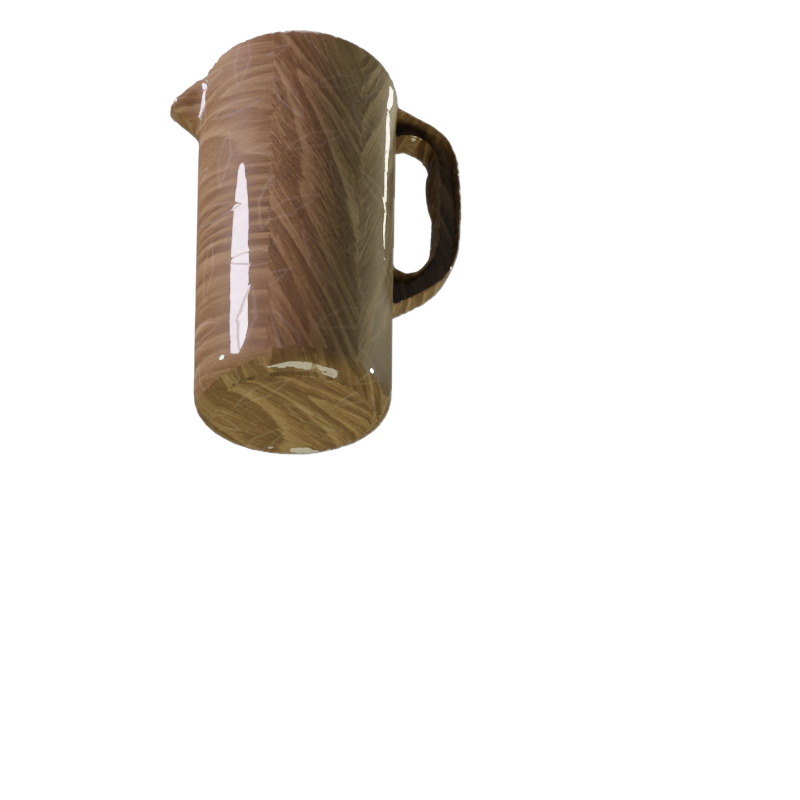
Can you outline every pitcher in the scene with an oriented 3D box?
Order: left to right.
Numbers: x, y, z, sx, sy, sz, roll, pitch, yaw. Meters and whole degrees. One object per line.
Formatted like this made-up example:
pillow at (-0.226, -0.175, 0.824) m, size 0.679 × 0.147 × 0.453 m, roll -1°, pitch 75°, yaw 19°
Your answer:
pitcher at (-0.053, -0.096, 0.671) m, size 0.150 × 0.260 × 0.134 m, roll -20°, pitch -38°, yaw 24°
